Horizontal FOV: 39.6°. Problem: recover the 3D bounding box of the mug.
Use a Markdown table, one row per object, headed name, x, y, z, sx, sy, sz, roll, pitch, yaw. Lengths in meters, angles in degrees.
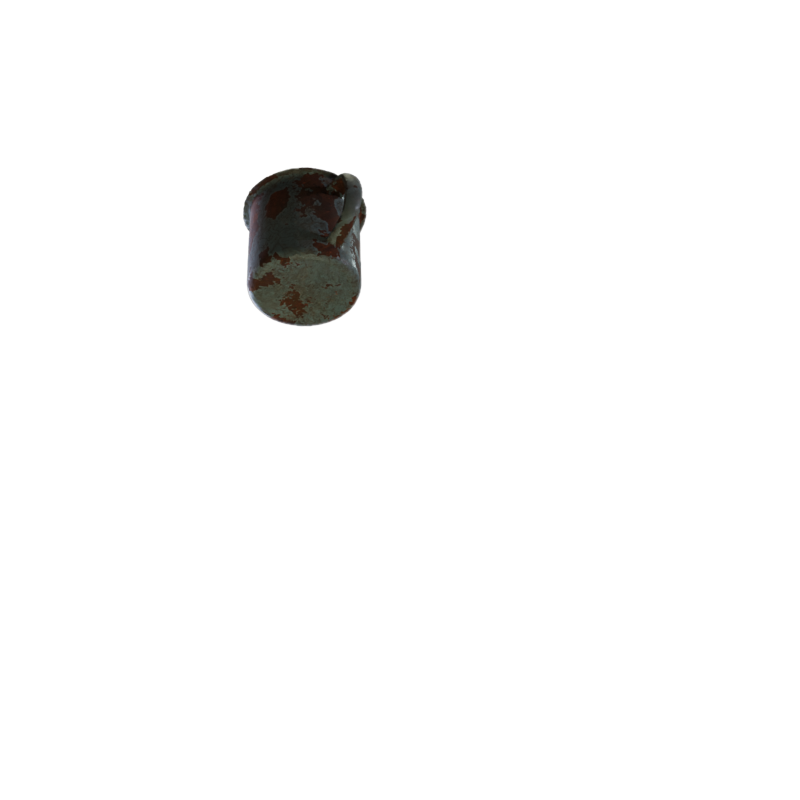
| name | x | y | z | sx | sy | sz | roll | pitch | yaw |
| --- | --- | --- | --- | --- | --- | --- | --- | --- | --- |
| mug | -0.063 | -0.114 | 0.800 | 0.089 | 0.087 | 0.115 | 24 | -47 | -27 |
